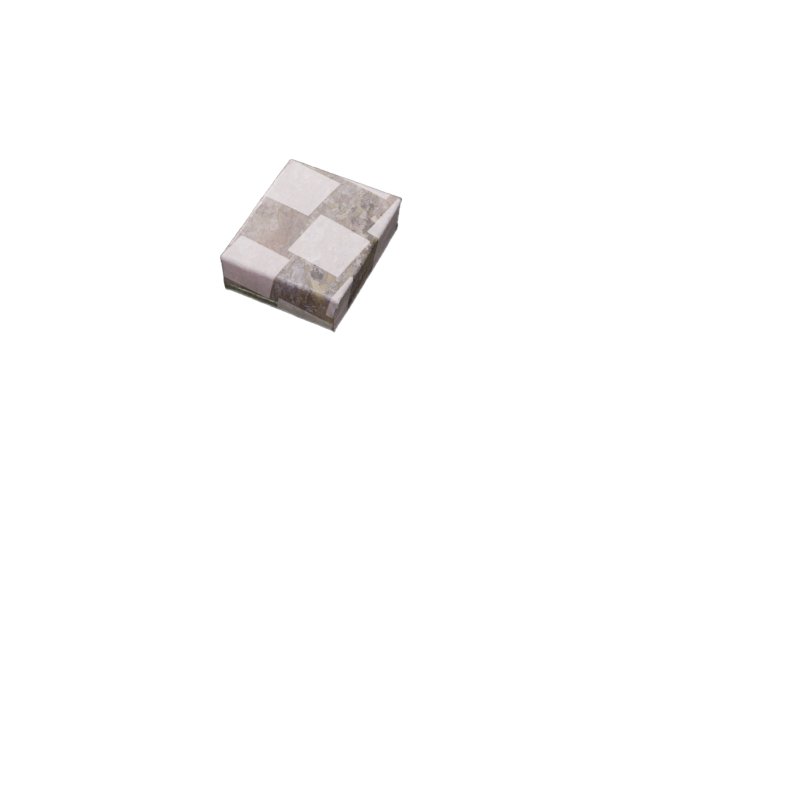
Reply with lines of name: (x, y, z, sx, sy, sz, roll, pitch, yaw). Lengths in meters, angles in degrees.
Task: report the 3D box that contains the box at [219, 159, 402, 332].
box: (-0.061, -0.111, 0.780, 0.093, 0.118, 0.036, 19, -35, 14)
